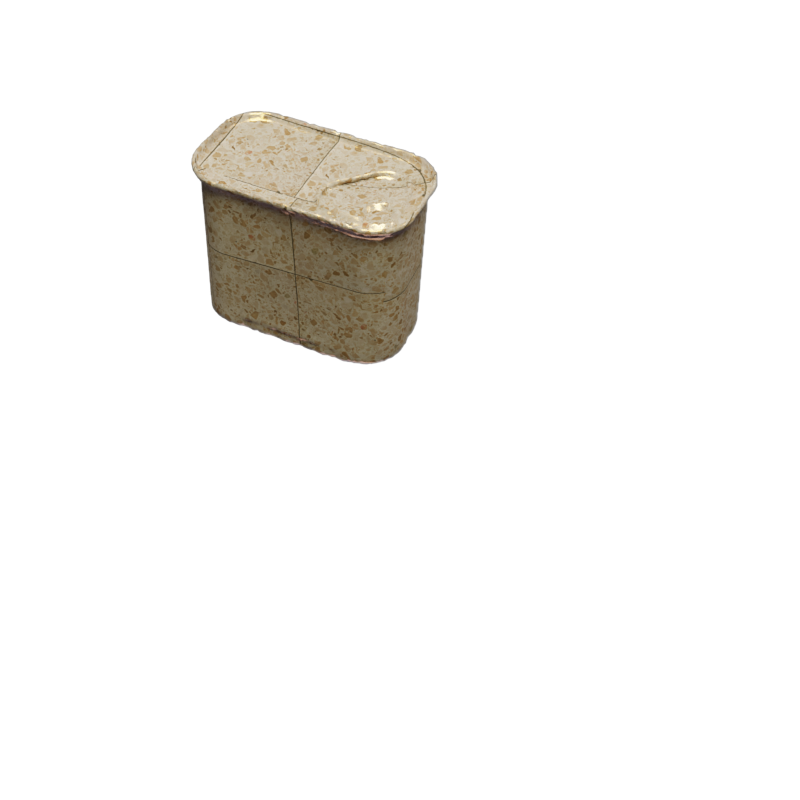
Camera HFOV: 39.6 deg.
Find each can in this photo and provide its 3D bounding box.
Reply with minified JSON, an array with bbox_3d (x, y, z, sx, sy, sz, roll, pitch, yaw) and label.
[{"bbox_3d":[-0.038,-0.070,0.492,0.106,0.078,0.059,20,47,18],"label":"can"}]
